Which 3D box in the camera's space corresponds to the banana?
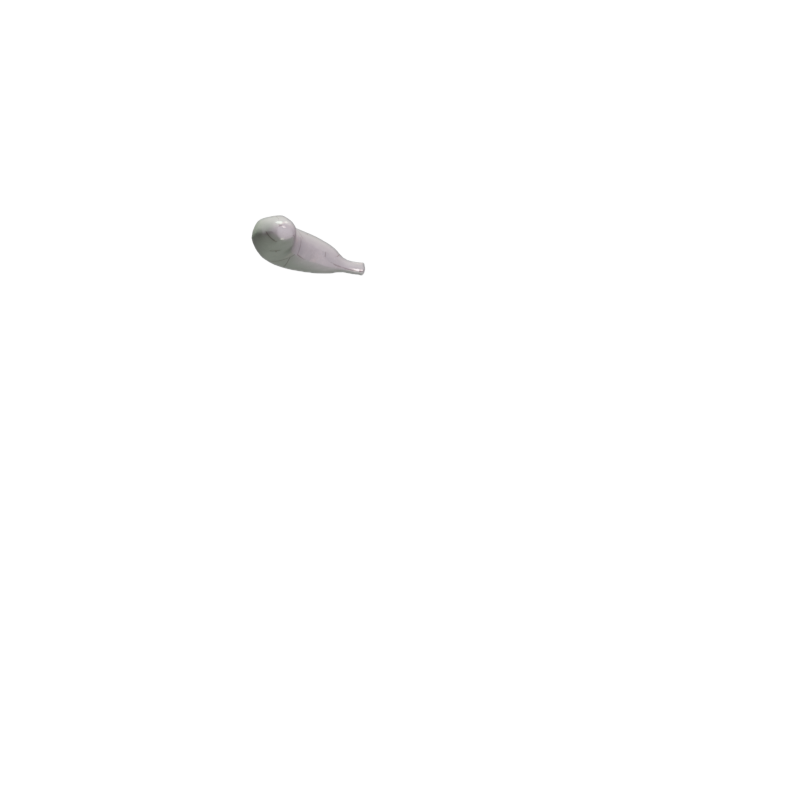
[{"bbox_3d":[-0.093,-0.139,0.987,0.071,0.037,0.191,-1,-2,18],"label":"banana"}]
